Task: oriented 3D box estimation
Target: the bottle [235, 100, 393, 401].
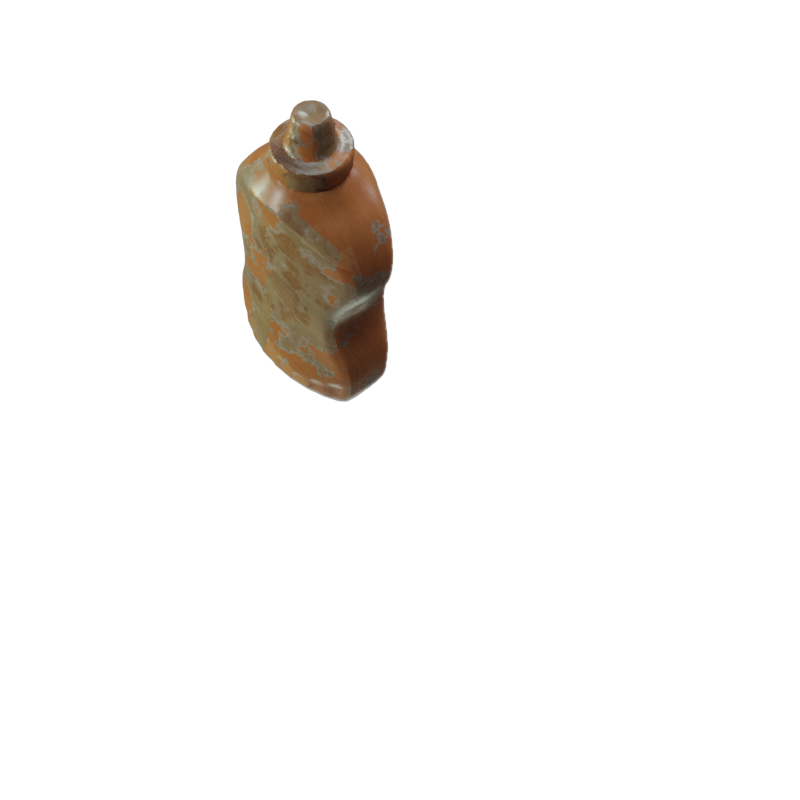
[{"bbox_3d":[-0.046,-0.083,0.580,0.059,0.102,0.179,-33,-26,-23],"label":"bottle"}]
